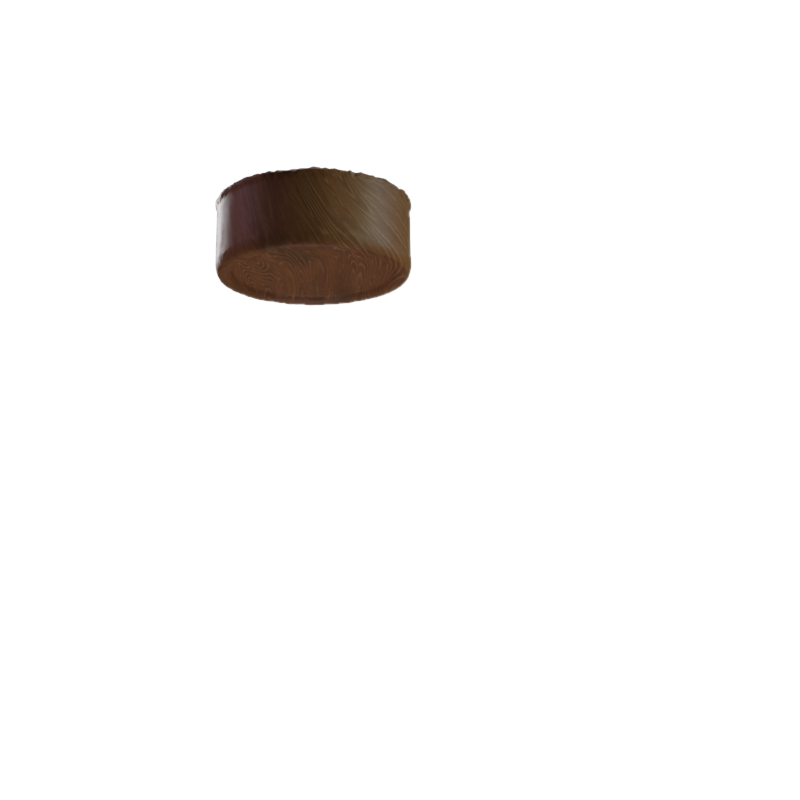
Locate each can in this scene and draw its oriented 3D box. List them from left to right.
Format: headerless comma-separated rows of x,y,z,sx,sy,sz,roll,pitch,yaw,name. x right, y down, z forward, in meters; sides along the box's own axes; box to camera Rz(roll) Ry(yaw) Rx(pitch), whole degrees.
-0.038,-0.069,0.482,0.086,0.035,0.083,0,-14,-2,can
